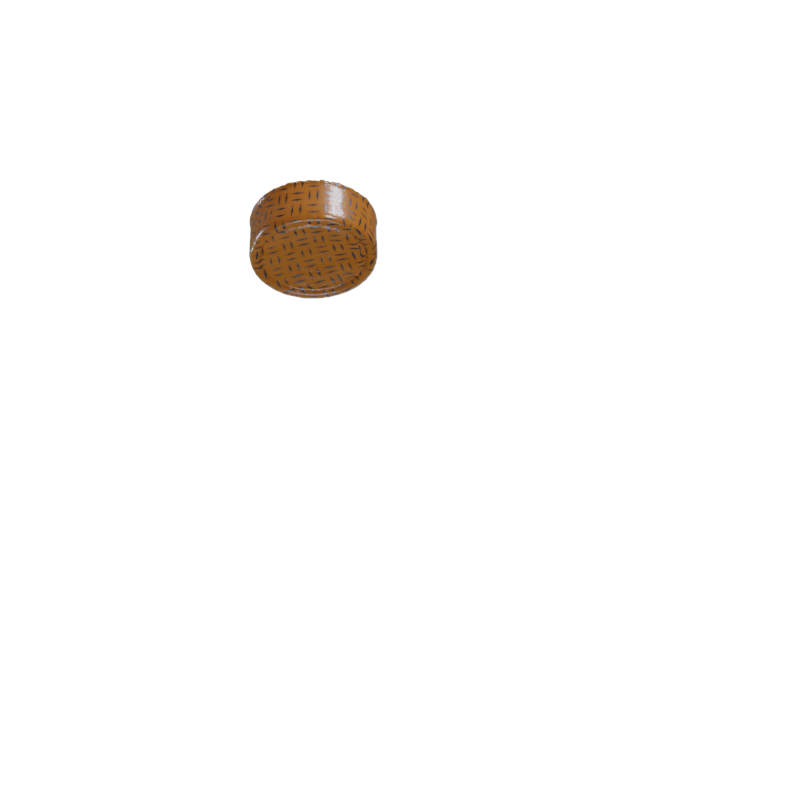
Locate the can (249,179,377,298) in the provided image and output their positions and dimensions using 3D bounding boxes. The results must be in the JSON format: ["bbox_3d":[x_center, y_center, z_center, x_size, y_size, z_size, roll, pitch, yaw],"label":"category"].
[{"bbox_3d":[-0.058,-0.105,0.736,0.086,0.036,0.080,1,-36,-2],"label":"can"}]
